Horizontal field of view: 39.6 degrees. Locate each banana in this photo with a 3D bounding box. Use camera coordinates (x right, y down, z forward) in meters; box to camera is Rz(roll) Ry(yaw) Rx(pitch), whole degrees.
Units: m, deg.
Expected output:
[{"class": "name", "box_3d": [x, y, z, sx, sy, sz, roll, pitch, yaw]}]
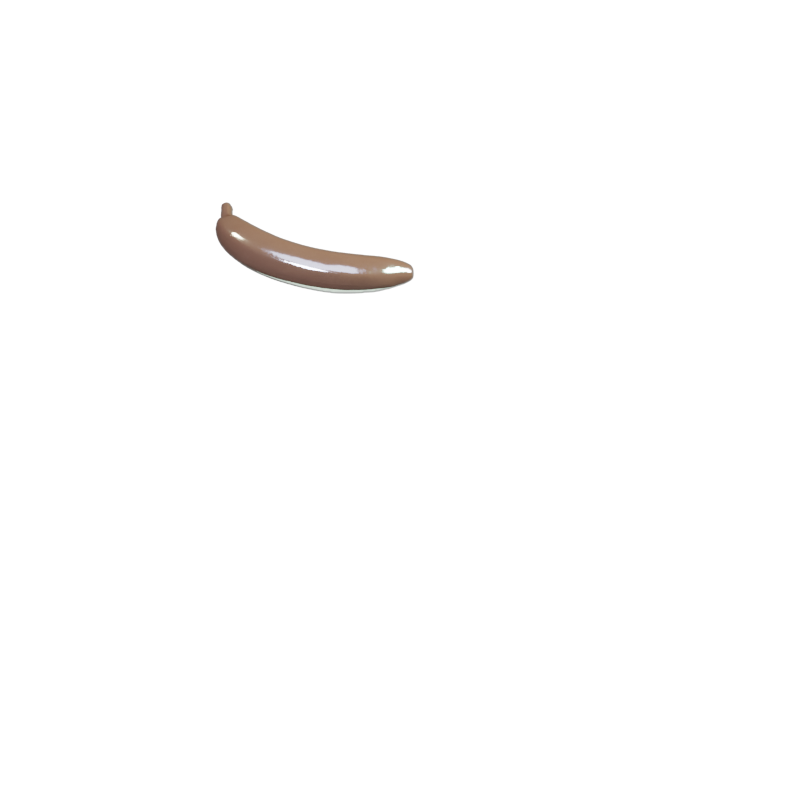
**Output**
[{"class": "banana", "box_3d": [-0.089, -0.130, 0.983, 0.205, 0.072, 0.034, 22, -37, 18]}]
